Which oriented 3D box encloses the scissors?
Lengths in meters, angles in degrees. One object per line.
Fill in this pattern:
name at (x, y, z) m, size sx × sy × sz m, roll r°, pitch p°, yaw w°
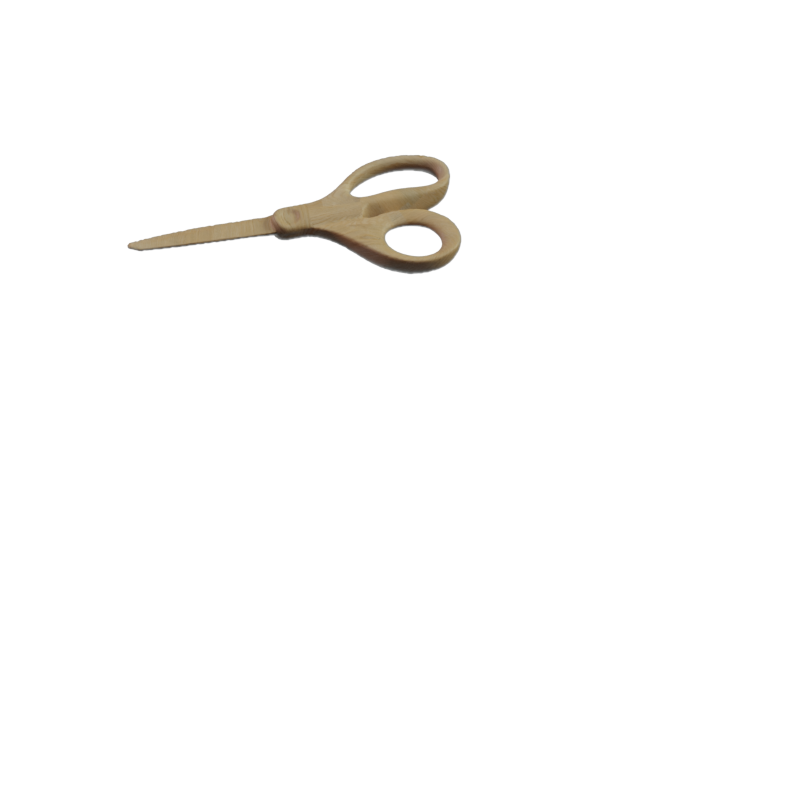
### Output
scissors at (-0.052, -0.095, 0.662) m, size 0.200 × 0.104 × 0.015 m, roll -23°, pitch -33°, yaw -17°
